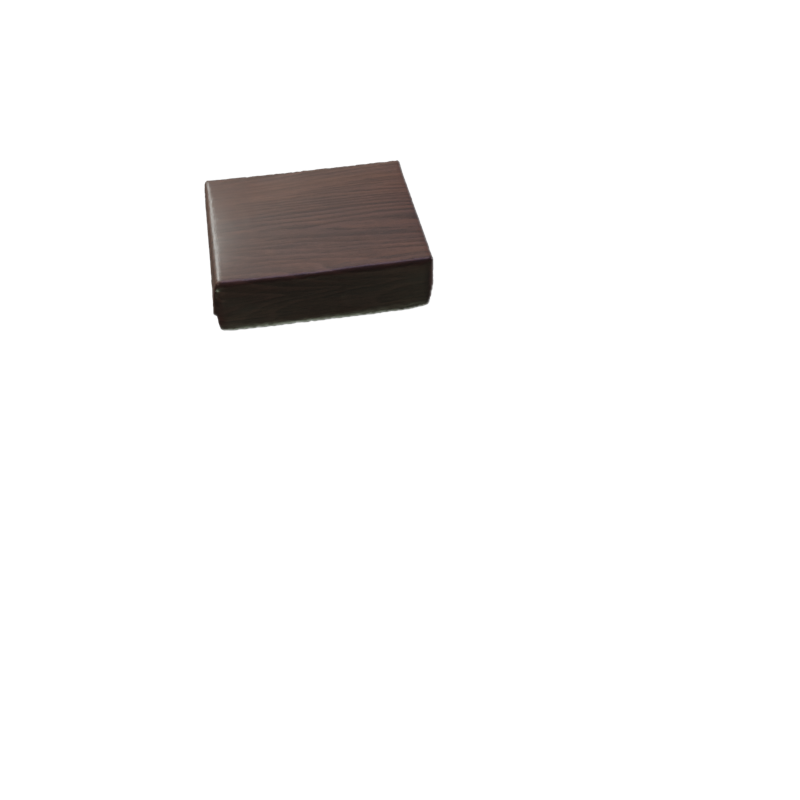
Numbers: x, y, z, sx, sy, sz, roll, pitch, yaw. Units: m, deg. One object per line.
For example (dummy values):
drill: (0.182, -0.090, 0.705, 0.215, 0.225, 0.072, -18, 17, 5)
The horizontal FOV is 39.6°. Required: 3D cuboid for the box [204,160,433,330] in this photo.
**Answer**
box: (-0.046, -0.085, 0.593, 0.113, 0.036, 0.097, -6, 44, -7)
